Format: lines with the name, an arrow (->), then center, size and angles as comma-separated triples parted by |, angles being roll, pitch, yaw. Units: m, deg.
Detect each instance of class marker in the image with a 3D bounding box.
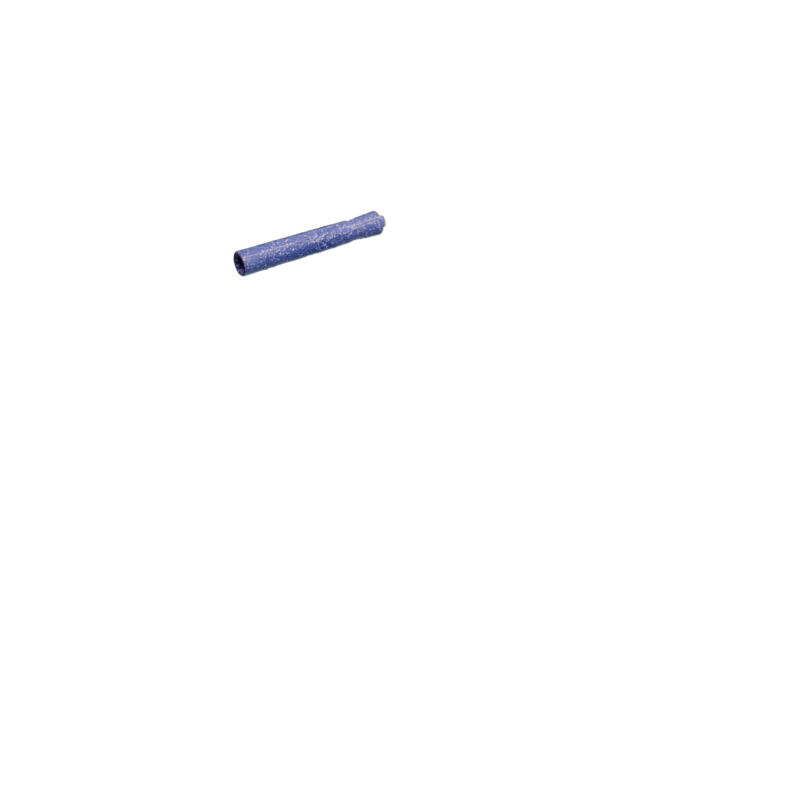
marker -> -0.063, -0.114, 0.800 | 0.119, 0.019, 0.020 | -21, 14, -26
